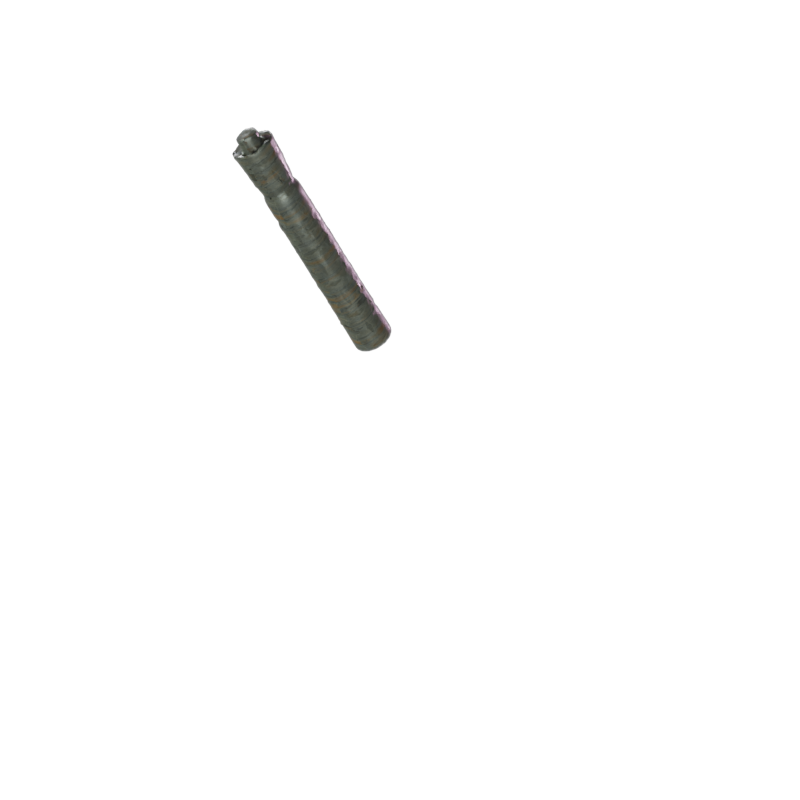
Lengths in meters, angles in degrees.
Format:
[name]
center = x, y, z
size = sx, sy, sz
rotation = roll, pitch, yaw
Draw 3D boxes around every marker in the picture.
[marker]
center = -0.038, -0.070, 0.487
size = 0.020, 0.113, 0.021
rotation = -23, 33, 15
